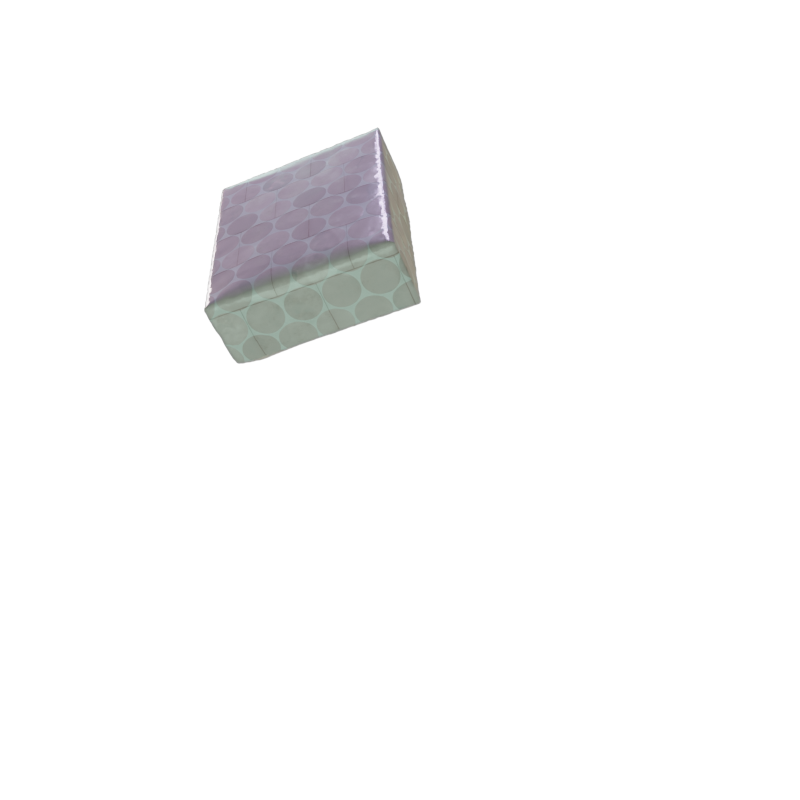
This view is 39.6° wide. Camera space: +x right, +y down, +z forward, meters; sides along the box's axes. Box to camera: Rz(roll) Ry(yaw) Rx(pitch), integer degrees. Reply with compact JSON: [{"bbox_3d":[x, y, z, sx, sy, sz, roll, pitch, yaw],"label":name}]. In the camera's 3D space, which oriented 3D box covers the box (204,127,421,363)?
[{"bbox_3d":[-0.076,-0.138,0.966,0.165,0.067,0.228,-19,34,10],"label":"box"}]
